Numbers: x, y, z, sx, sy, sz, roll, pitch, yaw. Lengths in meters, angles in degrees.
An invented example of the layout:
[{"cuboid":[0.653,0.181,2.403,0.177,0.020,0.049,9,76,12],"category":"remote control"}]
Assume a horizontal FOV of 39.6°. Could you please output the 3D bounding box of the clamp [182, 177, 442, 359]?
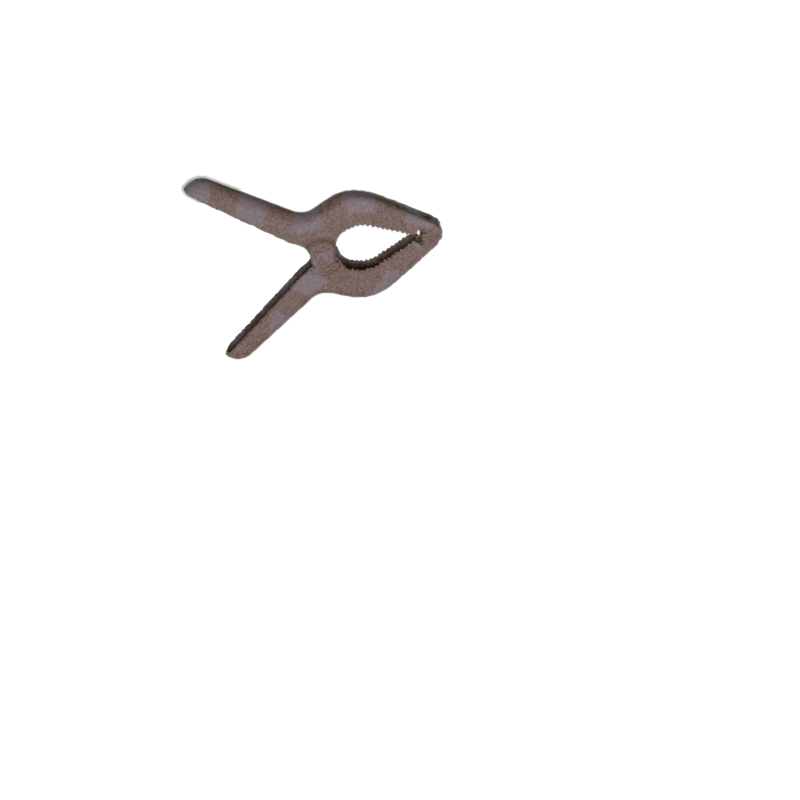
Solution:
[{"cuboid":[-0.072,-0.132,0.925,0.211,0.156,0.038,-16,22,7],"category":"clamp"}]
